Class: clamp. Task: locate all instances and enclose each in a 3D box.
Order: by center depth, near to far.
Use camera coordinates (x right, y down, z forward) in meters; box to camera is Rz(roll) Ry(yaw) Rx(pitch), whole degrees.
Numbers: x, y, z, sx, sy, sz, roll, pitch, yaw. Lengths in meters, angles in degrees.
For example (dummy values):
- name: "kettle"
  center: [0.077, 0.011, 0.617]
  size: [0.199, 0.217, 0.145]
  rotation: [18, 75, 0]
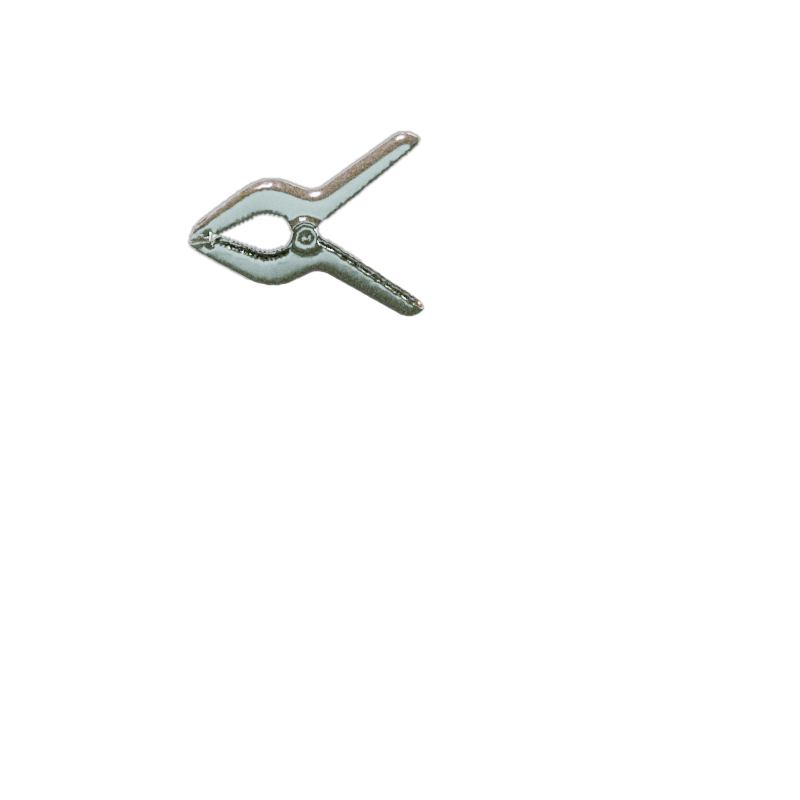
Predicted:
- name: "clamp"
  center: [-0.076, -0.138, 0.970]
  size: [0.210, 0.158, 0.038]
  rotation: [-9, 16, 2]
